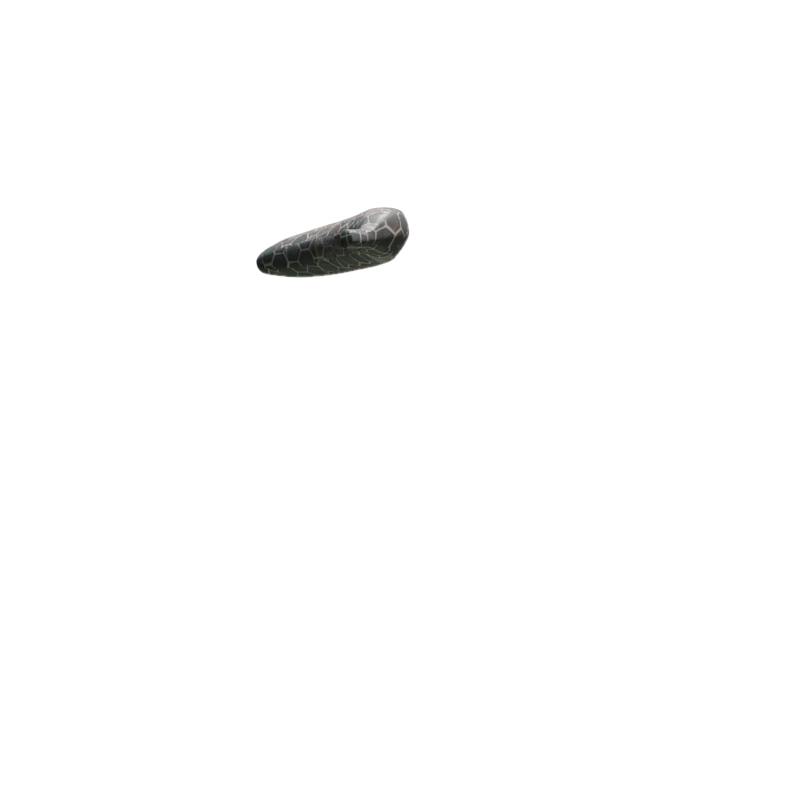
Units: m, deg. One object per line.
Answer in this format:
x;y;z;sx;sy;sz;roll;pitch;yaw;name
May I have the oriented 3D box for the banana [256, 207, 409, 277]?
-0.042;-0.111;0.777;0.068;0.037;0.201;1;-1;-23;banana
